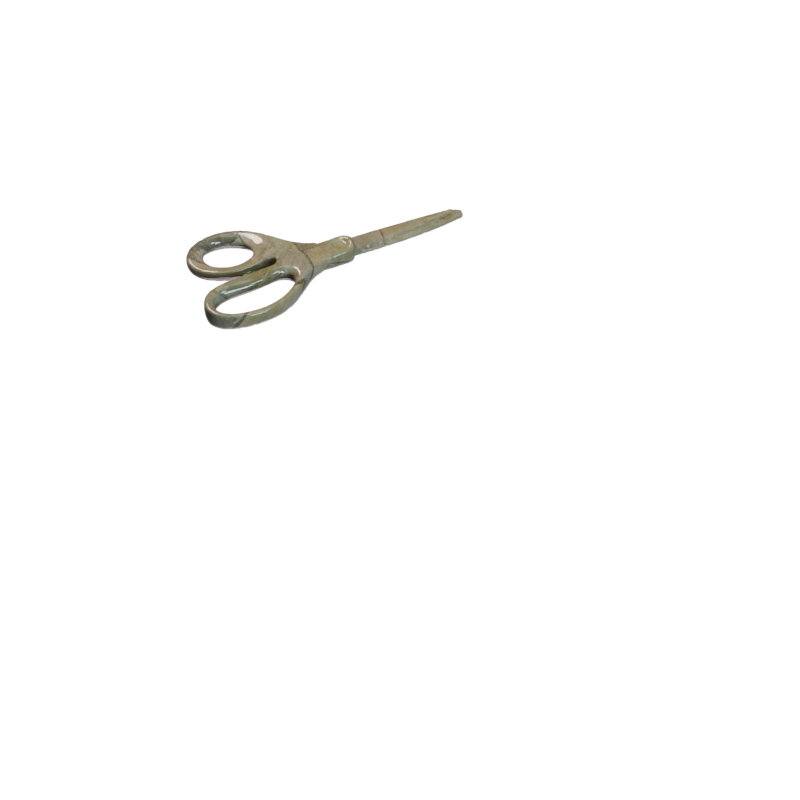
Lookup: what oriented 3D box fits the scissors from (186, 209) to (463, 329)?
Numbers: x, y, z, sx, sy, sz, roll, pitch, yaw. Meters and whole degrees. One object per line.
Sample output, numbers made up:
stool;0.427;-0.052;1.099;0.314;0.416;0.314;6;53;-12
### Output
scissors;-0.060;-0.109;0.762;0.202;0.015;0.103;-34;53;-31
